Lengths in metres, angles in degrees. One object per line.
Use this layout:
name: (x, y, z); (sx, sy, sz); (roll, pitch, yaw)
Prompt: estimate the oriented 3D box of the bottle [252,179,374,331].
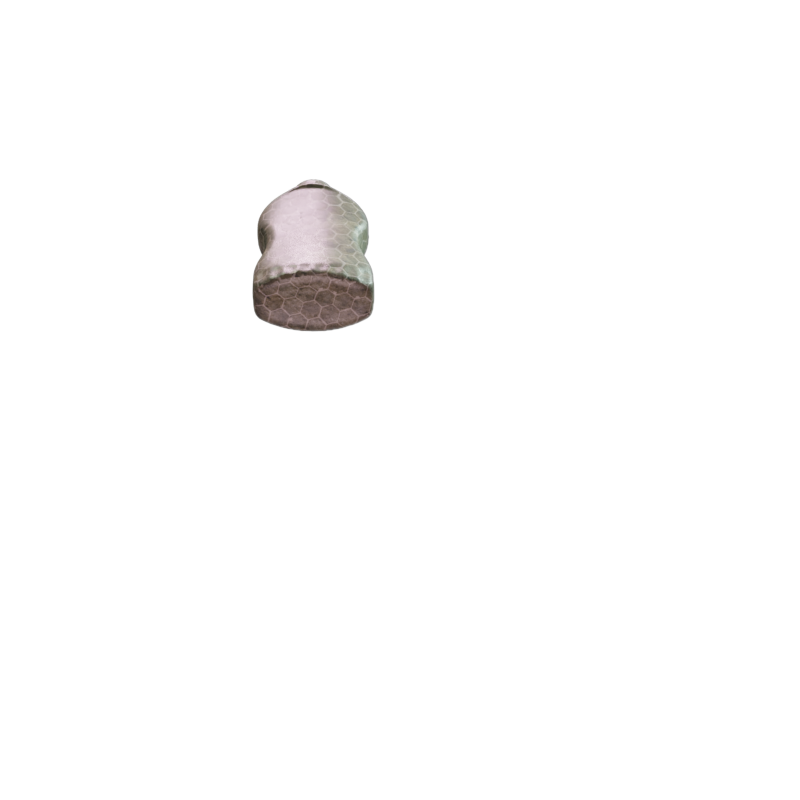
bottle: (-0.074, -0.135, 0.945); (0.096, 0.055, 0.205); (-3, 36, -2)
